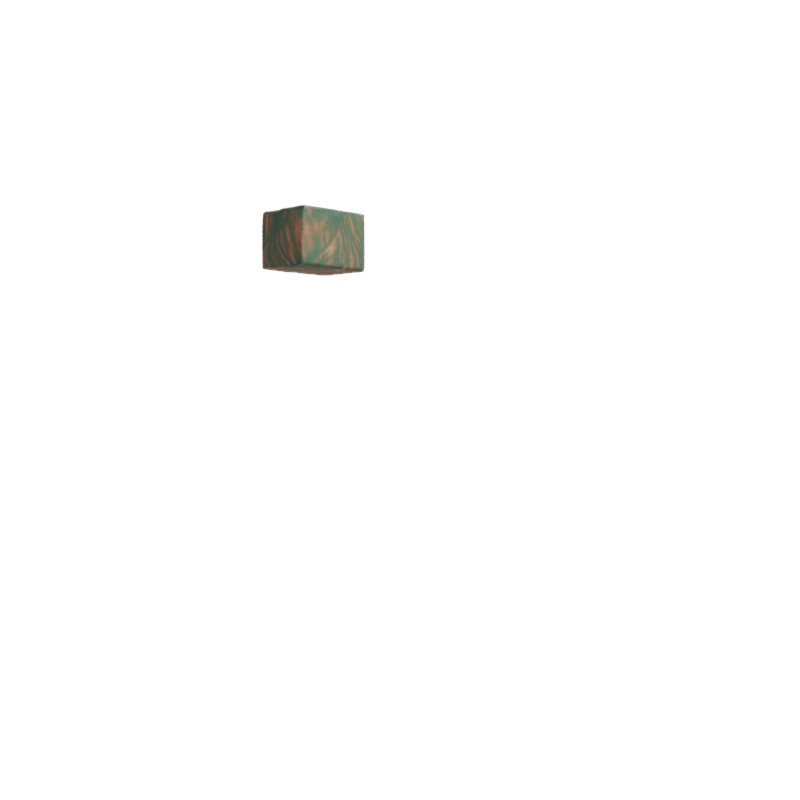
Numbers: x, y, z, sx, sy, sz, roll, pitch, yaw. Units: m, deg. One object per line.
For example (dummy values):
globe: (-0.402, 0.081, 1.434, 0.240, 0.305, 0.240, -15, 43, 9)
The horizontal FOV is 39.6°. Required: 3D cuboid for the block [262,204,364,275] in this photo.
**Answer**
block: (-0.076, -0.138, 0.965, 0.054, 0.052, 0.074, -3, -4, 43)
